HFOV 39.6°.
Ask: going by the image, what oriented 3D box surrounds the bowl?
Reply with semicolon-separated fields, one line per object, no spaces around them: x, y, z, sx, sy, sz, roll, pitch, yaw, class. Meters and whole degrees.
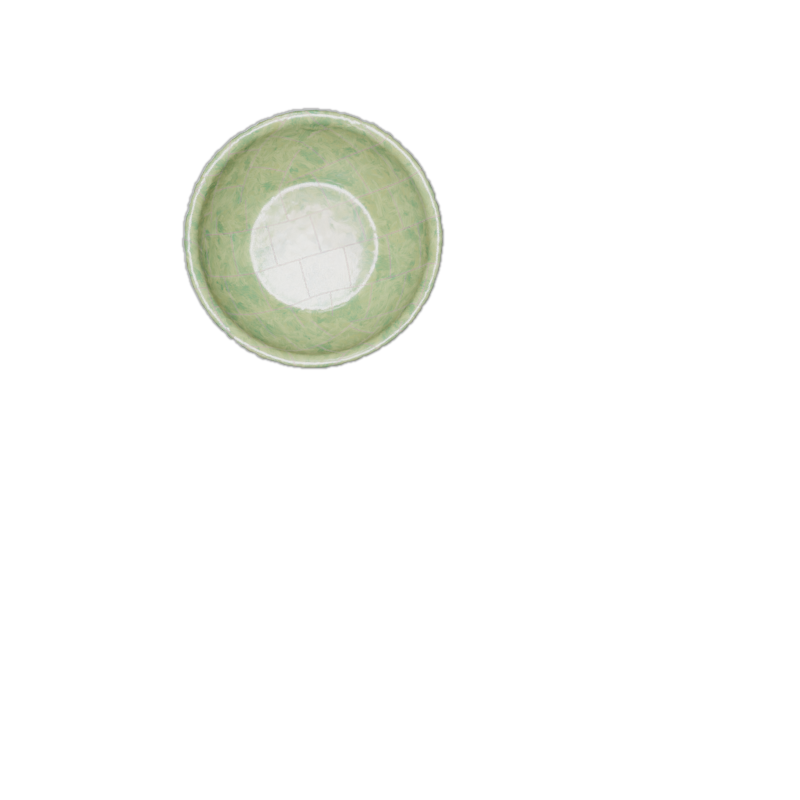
-0.056;-0.102;0.713;0.162;0.164;0.054;0;-5;0;bowl
